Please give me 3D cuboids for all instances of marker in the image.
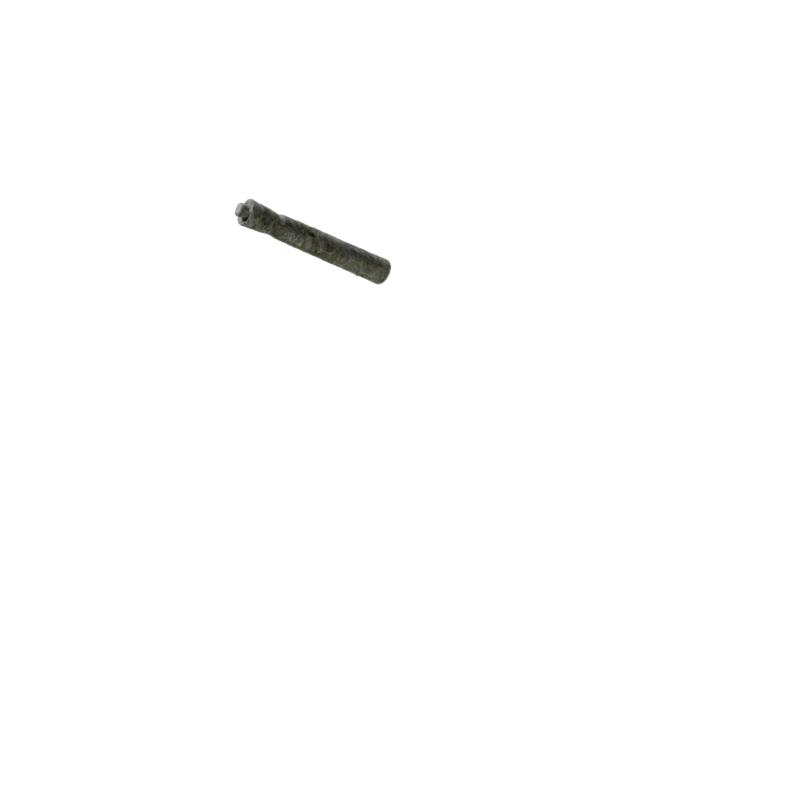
[{"bbox_3d":[-0.058,-0.106,0.745,0.115,0.020,0.020,20,-7,-30],"label":"marker"}]
